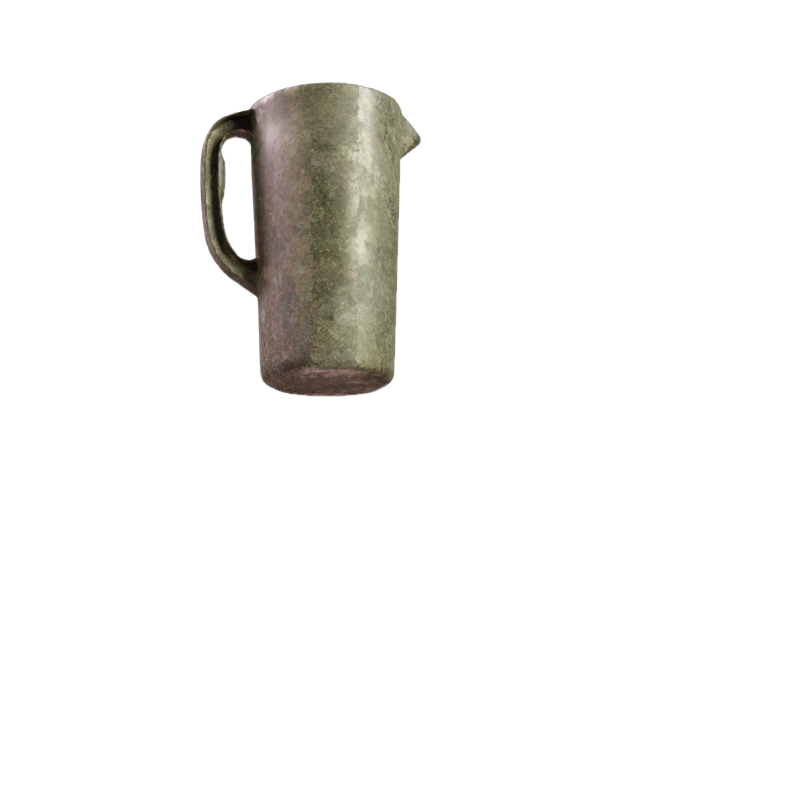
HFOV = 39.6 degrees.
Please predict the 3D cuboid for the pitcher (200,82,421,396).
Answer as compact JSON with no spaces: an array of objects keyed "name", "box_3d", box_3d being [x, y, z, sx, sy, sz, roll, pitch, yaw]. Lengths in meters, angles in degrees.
[{"name":"pitcher","box_3d":[-0.072,-0.131,0.919,0.152,0.253,0.136,-10,-17,29]}]
